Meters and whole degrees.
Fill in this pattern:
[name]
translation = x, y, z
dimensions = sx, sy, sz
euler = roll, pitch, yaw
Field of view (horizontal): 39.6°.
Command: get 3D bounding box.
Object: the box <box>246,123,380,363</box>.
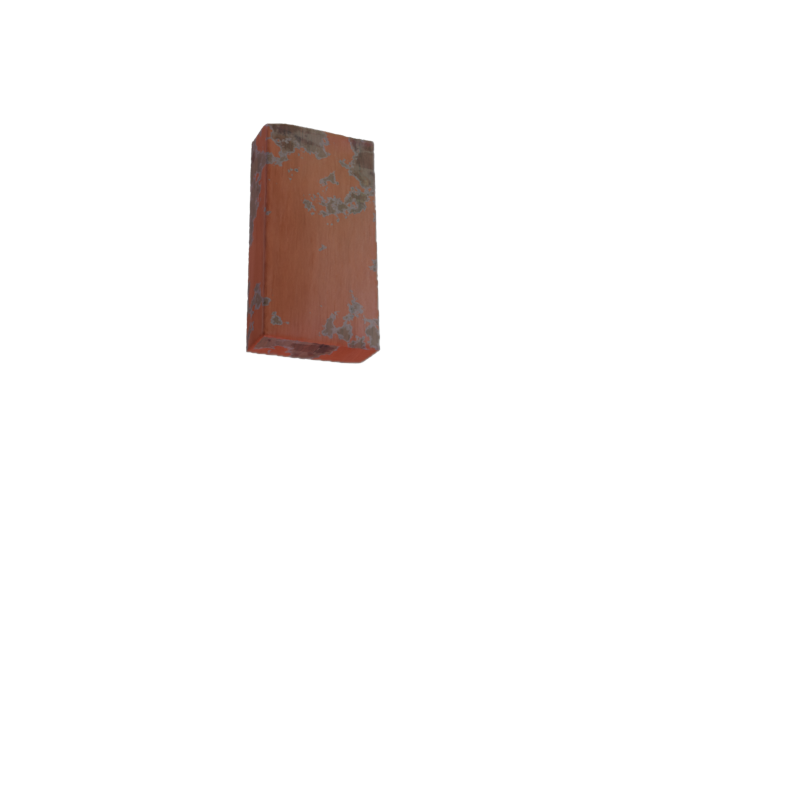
[box]
translation = -0.065, -0.119, 0.834
dimensions = 0.090, 0.185, 0.047
euler = 7, -23, -21
